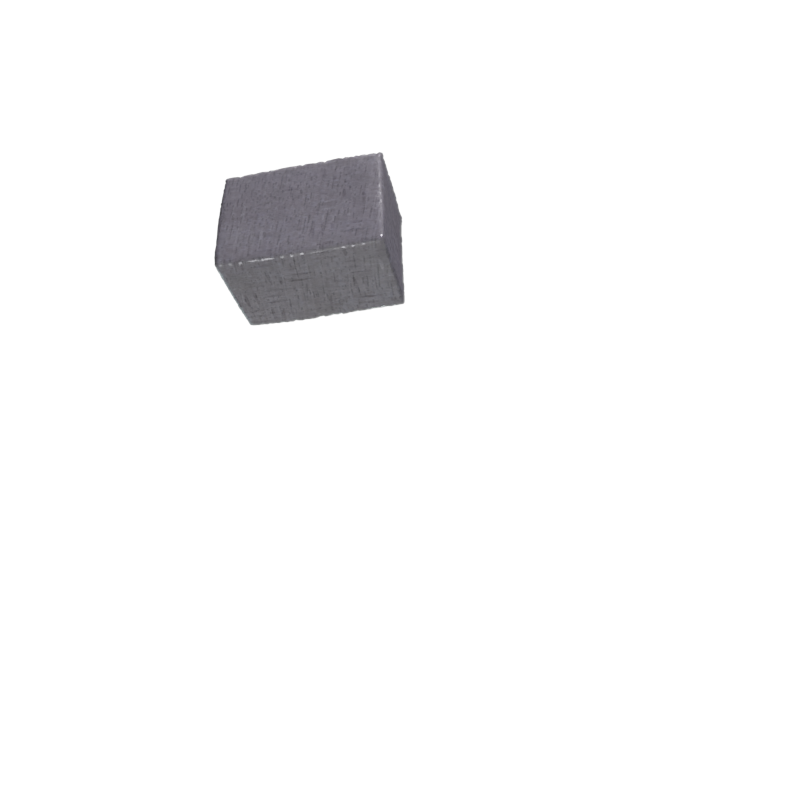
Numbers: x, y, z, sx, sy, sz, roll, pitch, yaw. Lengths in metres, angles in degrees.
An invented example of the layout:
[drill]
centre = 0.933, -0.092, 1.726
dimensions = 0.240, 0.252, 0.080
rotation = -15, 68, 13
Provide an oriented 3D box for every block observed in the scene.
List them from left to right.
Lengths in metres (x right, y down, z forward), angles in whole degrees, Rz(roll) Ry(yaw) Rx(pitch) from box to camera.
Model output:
[block]
centre = -0.040, -0.074, 0.515
dimensions = 0.079, 0.055, 0.049
rotation = -8, -35, 10
